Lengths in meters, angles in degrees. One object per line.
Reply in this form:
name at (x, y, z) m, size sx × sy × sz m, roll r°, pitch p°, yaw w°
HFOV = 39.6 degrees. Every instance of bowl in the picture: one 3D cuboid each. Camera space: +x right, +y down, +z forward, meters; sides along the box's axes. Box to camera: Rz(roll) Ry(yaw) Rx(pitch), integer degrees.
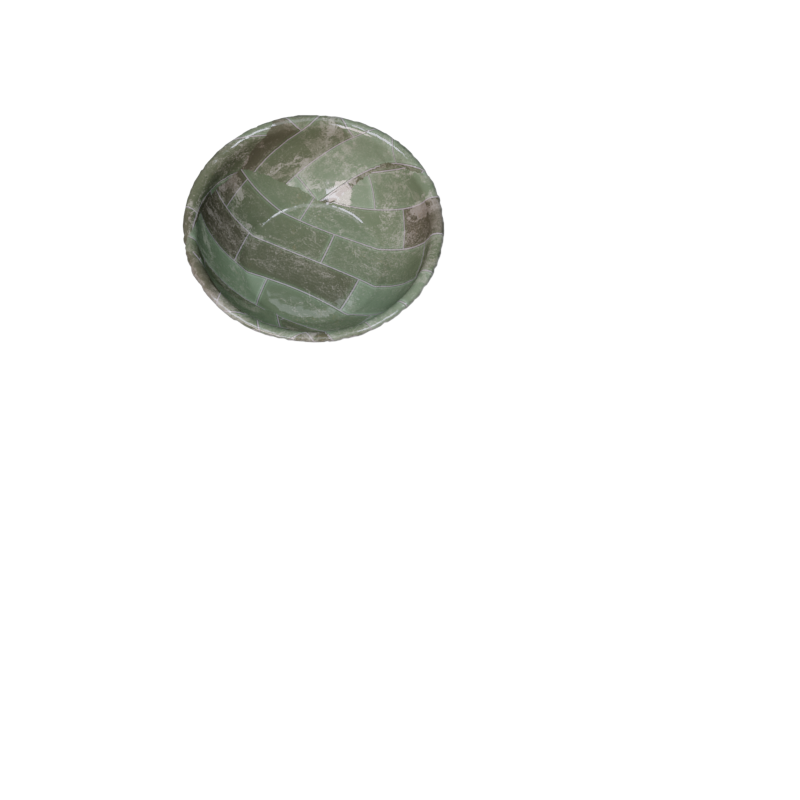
bowl at (-0.055, -0.101, 0.708) m, size 0.162 × 0.172 × 0.052 m, roll -1°, pitch -27°, yaw -1°
